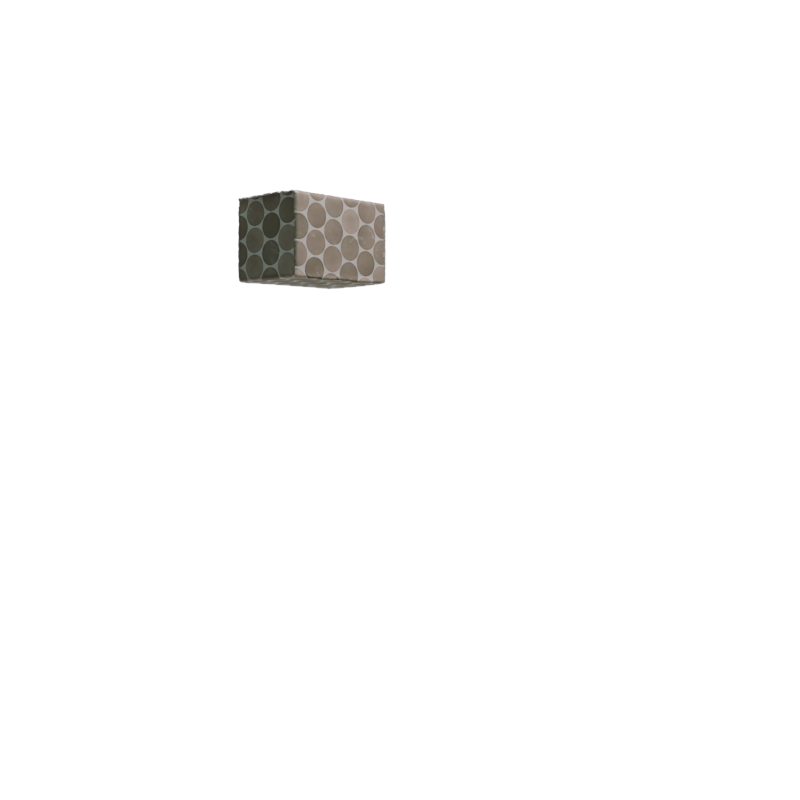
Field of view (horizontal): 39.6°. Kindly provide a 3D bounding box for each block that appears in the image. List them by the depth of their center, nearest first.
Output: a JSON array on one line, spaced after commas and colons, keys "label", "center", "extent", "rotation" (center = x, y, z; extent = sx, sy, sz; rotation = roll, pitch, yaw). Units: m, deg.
[{"label": "block", "center": [-0.053, -0.096, 0.673], "extent": [0.054, 0.052, 0.075], "rotation": [-3, -3, 43]}]
